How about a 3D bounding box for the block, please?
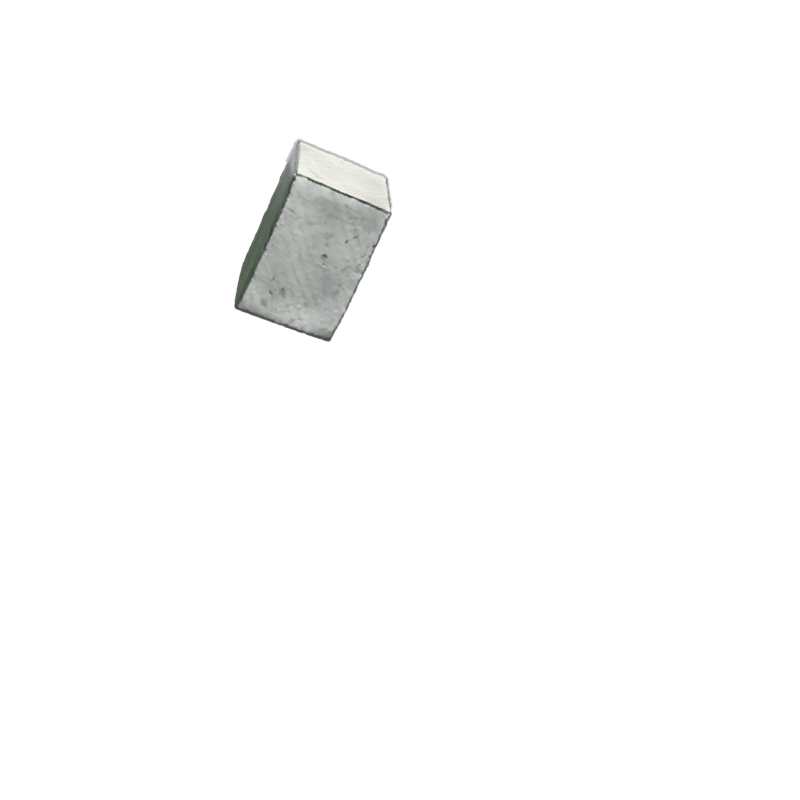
[{"bbox_3d":[-0.043,-0.079,0.554,0.052,0.076,0.054,22,22,-13],"label":"block"}]
